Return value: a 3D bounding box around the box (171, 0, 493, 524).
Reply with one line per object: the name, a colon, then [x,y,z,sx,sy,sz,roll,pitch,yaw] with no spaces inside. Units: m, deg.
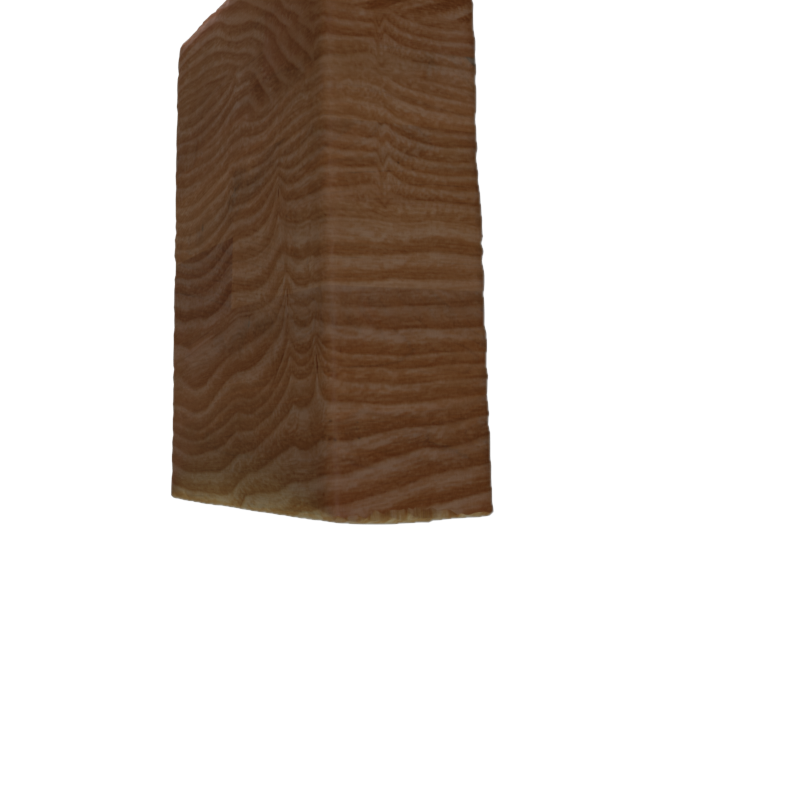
box: [-0.035,-0.064,0.451,0.069,0.219,0.167,4,-9,-28]
